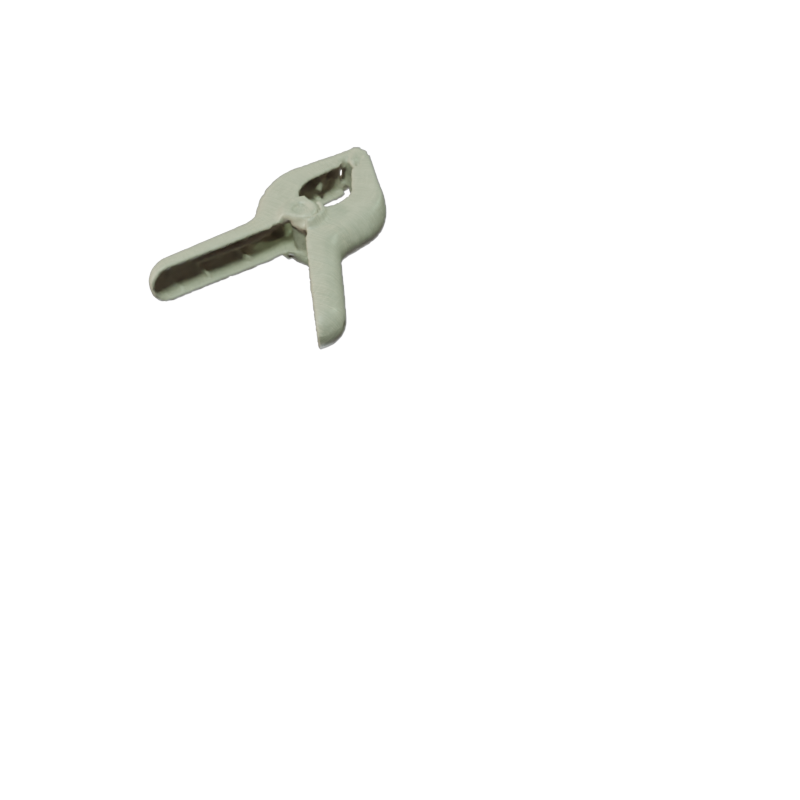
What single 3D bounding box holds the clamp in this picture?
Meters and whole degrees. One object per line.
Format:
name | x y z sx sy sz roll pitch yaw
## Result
clamp | -0.051 -0.093 0.655 0.126 0.036 0.175 26 51 23
